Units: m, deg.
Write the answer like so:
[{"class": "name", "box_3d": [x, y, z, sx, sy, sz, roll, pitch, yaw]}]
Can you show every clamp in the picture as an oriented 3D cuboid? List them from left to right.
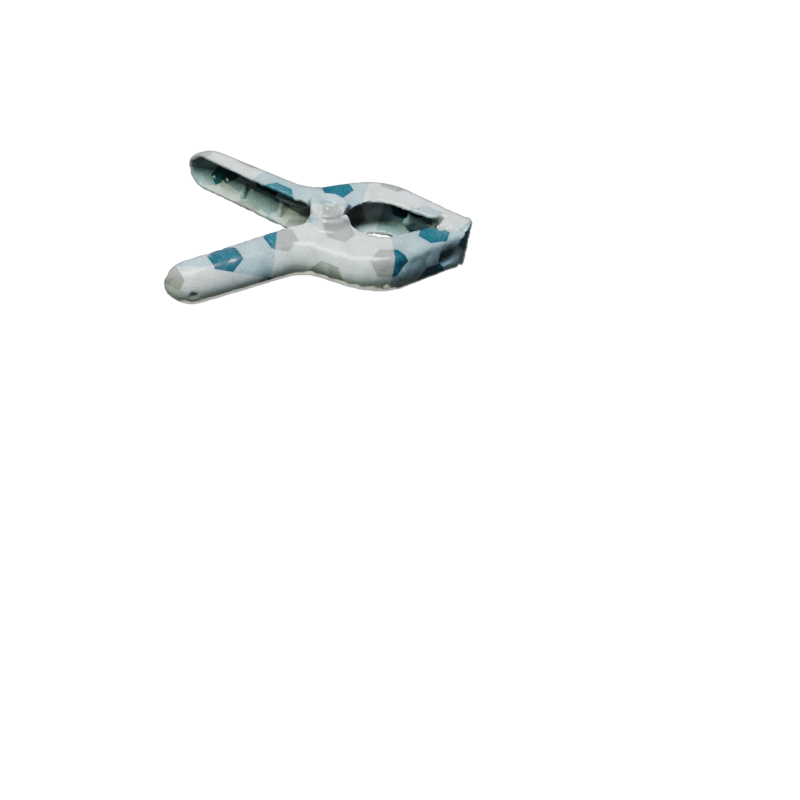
[{"class": "clamp", "box_3d": [-0.048, -0.088, 0.619, 0.173, 0.127, 0.036, 8, -40, 6]}]
